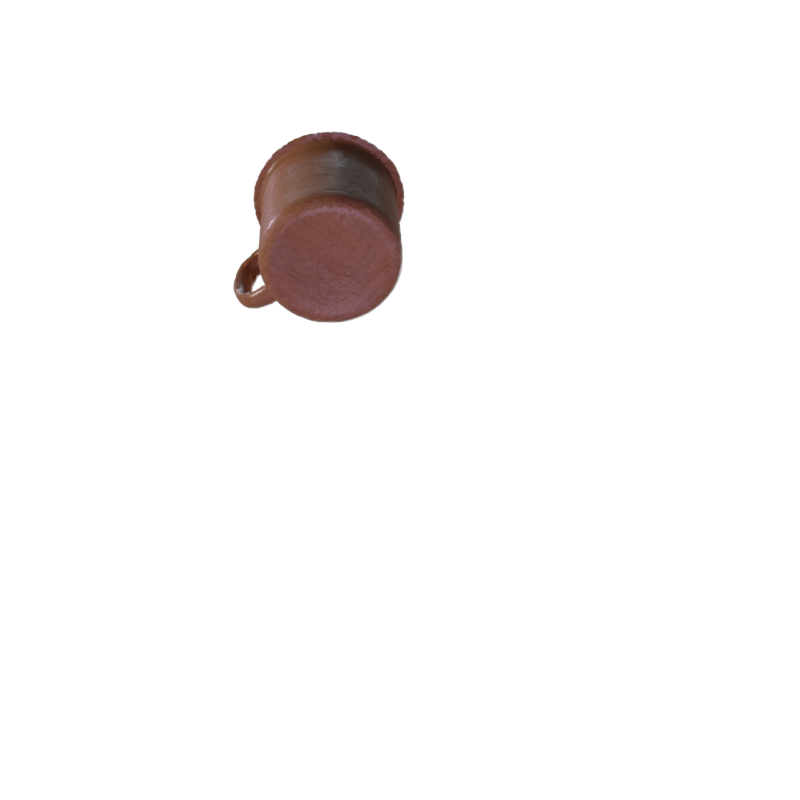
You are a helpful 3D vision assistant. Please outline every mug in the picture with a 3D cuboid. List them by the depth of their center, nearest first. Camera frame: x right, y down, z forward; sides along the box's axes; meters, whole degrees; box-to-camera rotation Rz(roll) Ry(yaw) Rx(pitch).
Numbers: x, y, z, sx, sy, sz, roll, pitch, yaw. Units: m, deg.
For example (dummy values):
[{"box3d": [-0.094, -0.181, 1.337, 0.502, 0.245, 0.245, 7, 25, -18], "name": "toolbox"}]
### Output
[{"box3d": [-0.051, -0.093, 0.653, 0.117, 0.088, 0.087, -30, 29, 16], "name": "mug"}]
